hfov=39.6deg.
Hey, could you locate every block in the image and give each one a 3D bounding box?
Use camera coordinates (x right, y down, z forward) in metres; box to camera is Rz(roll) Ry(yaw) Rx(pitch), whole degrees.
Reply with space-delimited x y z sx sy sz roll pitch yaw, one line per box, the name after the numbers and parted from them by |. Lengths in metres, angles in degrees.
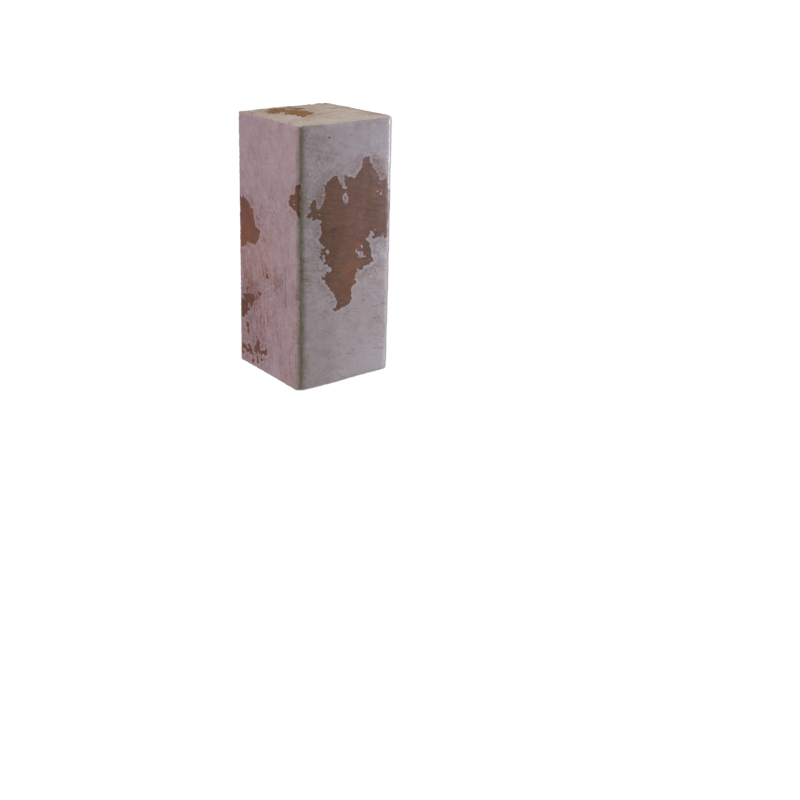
-0.068 -0.126 0.883 0.088 0.199 0.096 -11 20 -36 | block
